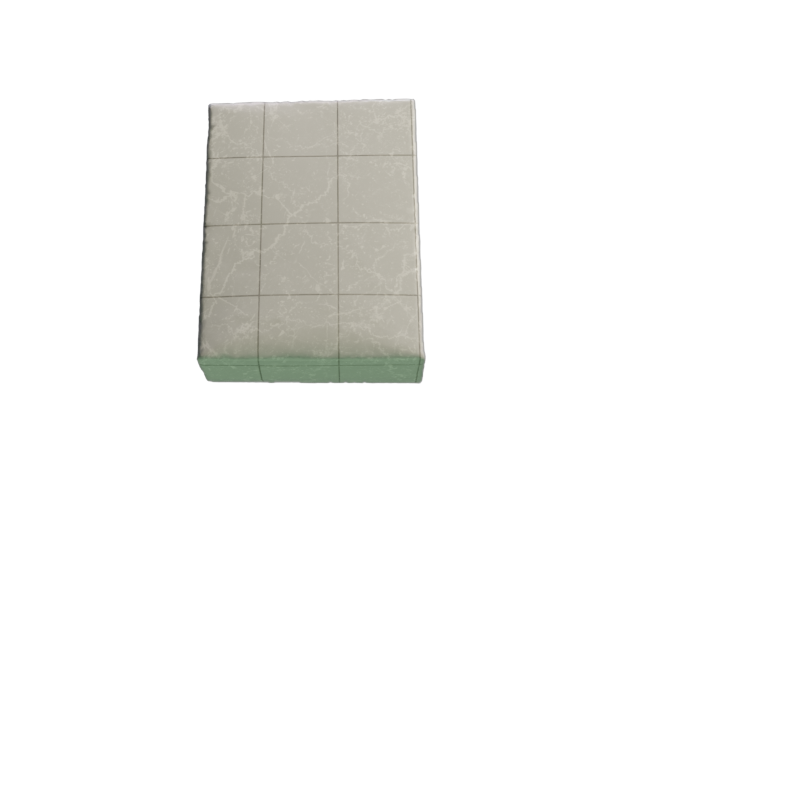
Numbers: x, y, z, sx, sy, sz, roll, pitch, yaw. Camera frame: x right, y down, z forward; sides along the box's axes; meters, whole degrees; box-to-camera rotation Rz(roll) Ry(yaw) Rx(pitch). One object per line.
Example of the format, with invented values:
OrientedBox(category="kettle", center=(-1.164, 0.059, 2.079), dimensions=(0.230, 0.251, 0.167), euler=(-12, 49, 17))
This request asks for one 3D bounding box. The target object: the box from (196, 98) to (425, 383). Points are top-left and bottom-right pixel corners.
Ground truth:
OrientedBox(category="box", center=(-0.066, -0.121, 0.849), dimensions=(0.164, 0.225, 0.068), euler=(-2, -23, 1))
